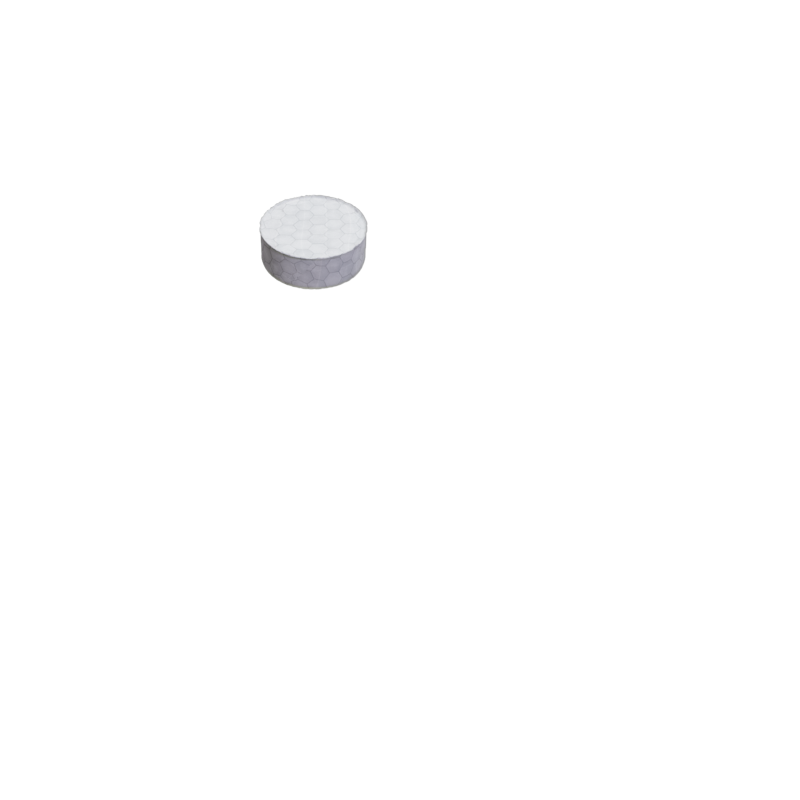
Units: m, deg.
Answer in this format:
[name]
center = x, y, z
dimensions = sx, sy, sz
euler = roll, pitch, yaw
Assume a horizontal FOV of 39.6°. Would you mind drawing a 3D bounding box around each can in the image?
[can]
center = -0.069, -0.127, 0.887
dimensions = 0.086, 0.031, 0.092
euler = -1, 41, -2
